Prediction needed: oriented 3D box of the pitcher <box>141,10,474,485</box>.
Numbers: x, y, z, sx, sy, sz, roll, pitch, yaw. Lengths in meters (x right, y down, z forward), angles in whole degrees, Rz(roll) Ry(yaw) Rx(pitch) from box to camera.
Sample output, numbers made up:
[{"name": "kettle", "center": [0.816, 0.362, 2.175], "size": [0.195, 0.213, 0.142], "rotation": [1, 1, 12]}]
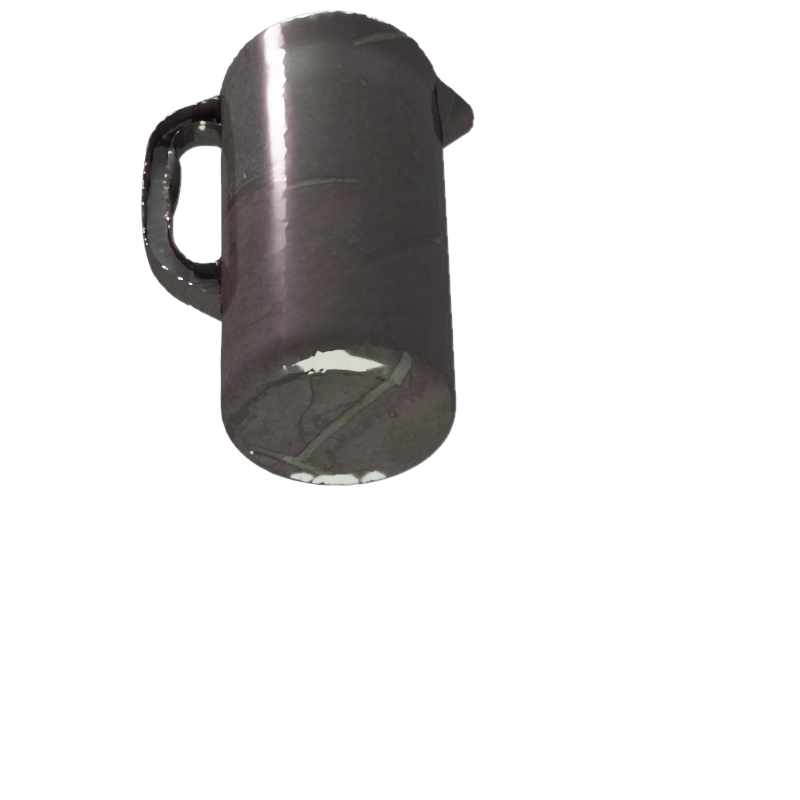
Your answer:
[{"name": "pitcher", "center": [-0.046, -0.083, 0.584], "size": [0.148, 0.261, 0.136], "rotation": [-34, -50, 30]}]
